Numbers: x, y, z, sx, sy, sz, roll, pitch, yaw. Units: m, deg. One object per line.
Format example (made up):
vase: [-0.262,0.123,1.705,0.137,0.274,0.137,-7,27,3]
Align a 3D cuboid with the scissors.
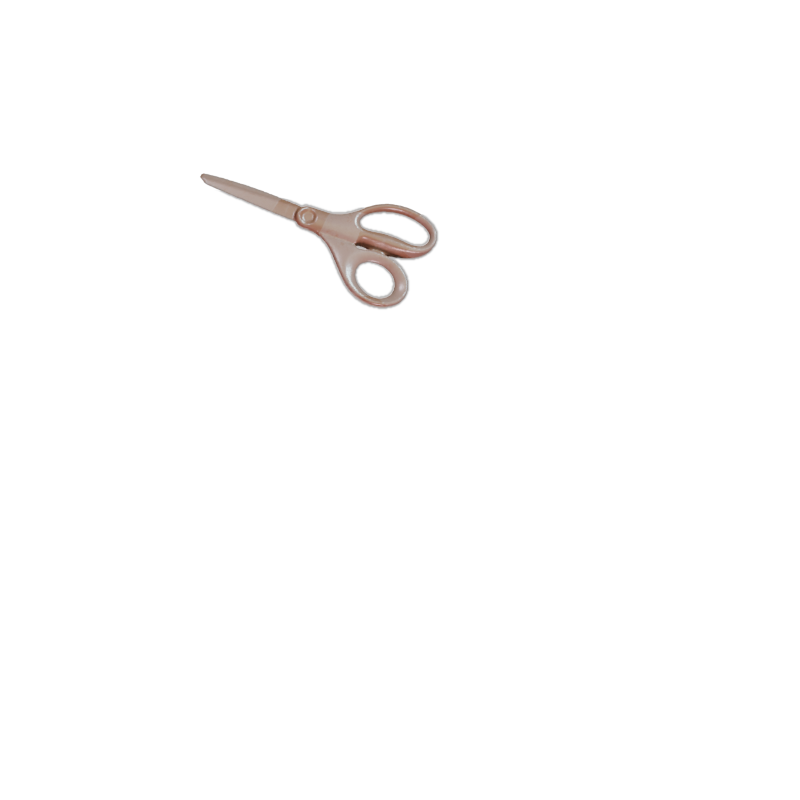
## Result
scissors: [-0.071,-0.130,0.913,0.202,0.100,0.015,7,-15,2]
